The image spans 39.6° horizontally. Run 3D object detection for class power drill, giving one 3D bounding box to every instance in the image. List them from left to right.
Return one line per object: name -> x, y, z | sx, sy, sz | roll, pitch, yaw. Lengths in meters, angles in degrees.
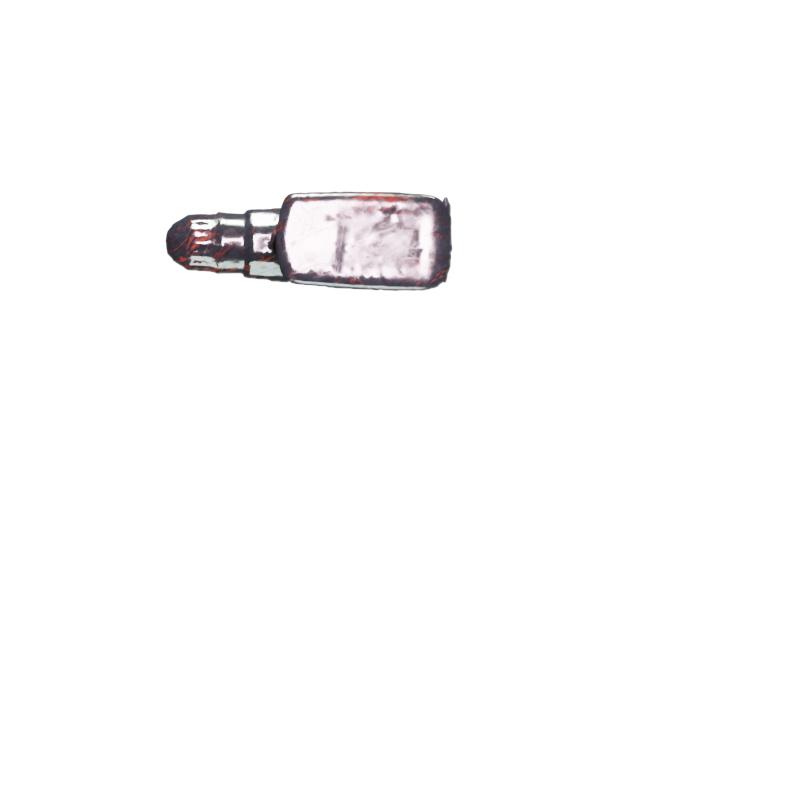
power drill -> -0.056, -0.103, 0.721 | 0.182, 0.057, 0.192 | -2, 8, -12
